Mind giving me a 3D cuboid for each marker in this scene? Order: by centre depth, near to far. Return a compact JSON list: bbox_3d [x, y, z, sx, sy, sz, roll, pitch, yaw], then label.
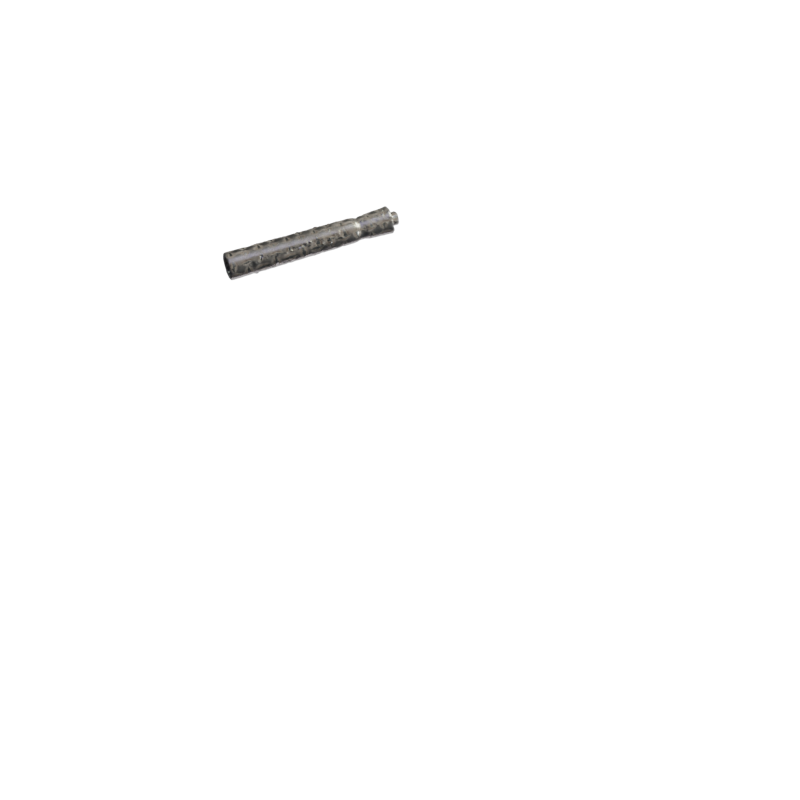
[{"bbox_3d":[-0.058,-0.105,0.738,0.120,0.019,0.020,-18,9,-13],"label":"marker"}]
